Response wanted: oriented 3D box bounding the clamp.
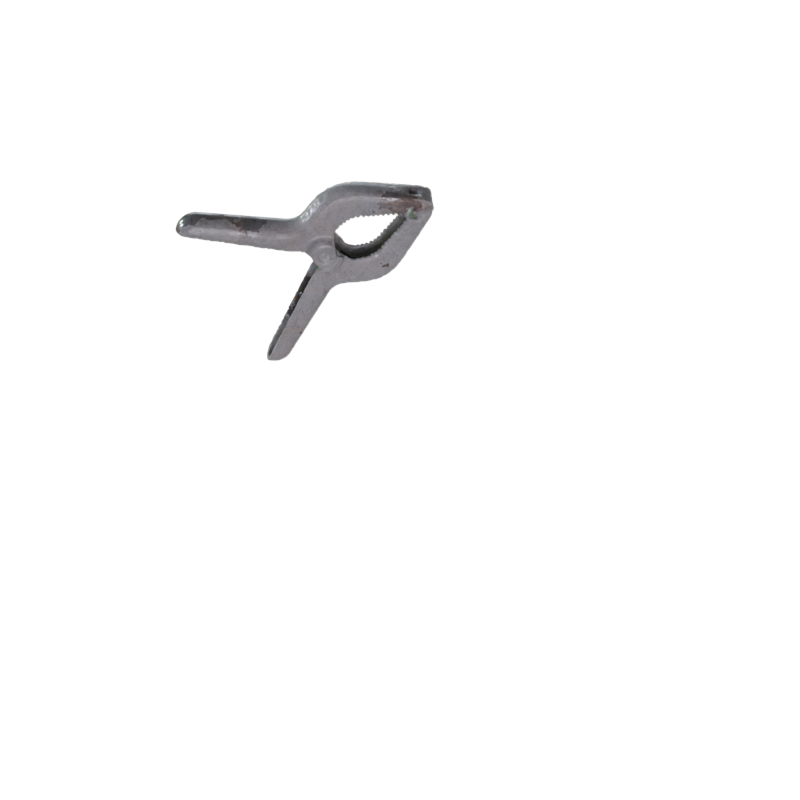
[{"bbox_3d":[-0.073,-0.134,0.939,0.210,0.154,0.039,-29,30,19],"label":"clamp"}]
